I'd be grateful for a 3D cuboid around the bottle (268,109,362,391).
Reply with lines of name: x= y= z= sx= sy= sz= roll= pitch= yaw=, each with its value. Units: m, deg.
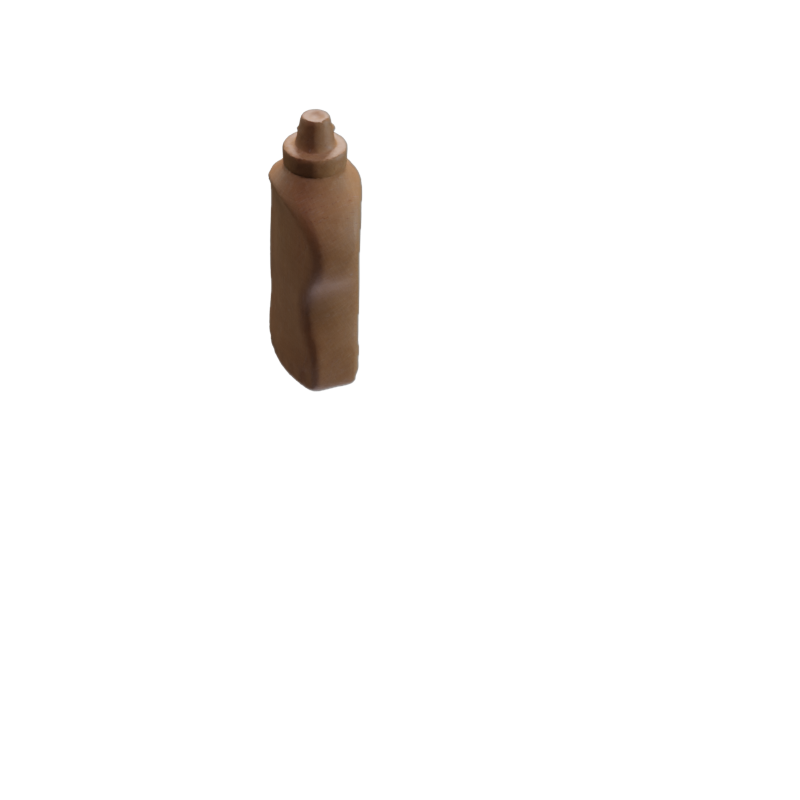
bottle: x=-0.057 y=-0.105 z=0.736 sx=0.058 sy=0.179 sz=0.104 roll=-10 pitch=41 yaw=-16
